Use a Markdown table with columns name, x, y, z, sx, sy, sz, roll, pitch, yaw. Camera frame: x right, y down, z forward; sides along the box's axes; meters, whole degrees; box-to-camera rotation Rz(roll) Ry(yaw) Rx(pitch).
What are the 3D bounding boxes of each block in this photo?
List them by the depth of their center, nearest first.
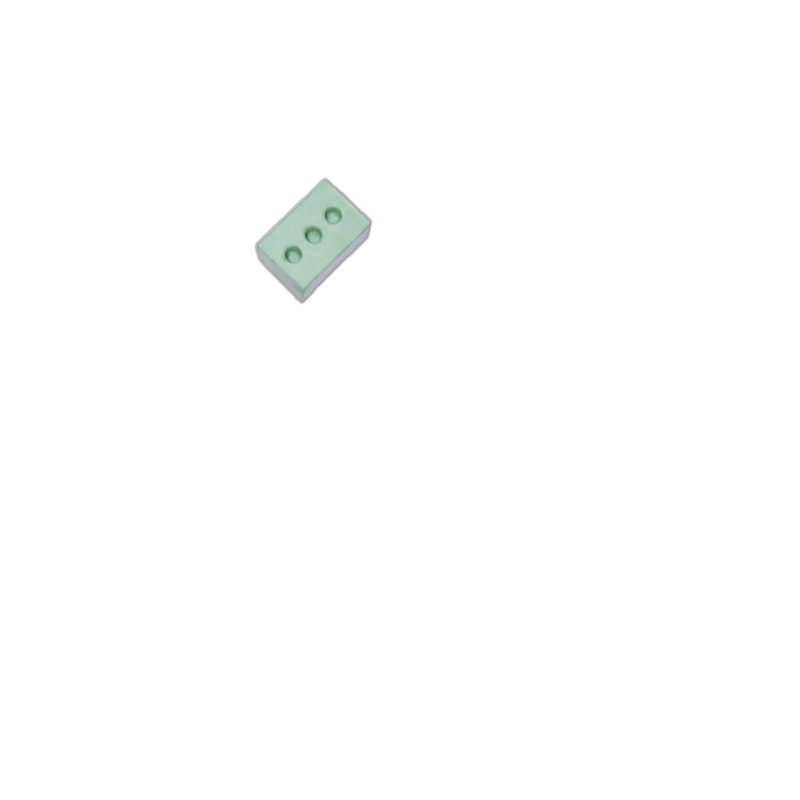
| name | x | y | z | sx | sy | sz | roll | pitch | yaw |
| --- | --- | --- | --- | --- | --- | --- | --- | --- | --- |
| block | -0.068 | -0.125 | 0.873 | 0.054 | 0.078 | 0.050 | 43 | -9 | 5 |
